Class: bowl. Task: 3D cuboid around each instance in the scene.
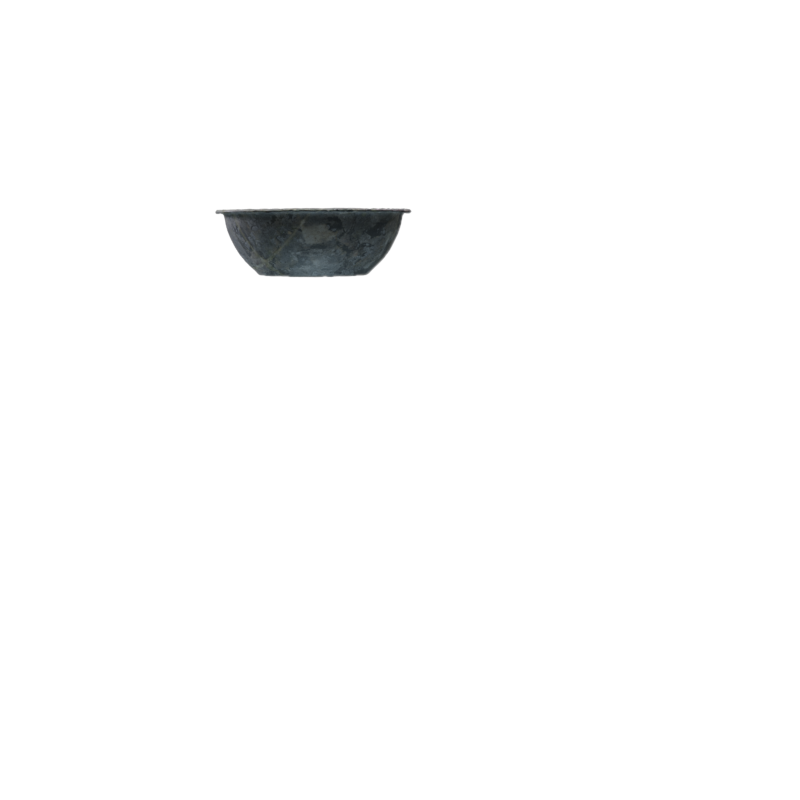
[{"bbox_3d":[-0.072,-0.131,0.915,0.162,0.054,0.164,0,8,-2],"label":"bowl"}]
